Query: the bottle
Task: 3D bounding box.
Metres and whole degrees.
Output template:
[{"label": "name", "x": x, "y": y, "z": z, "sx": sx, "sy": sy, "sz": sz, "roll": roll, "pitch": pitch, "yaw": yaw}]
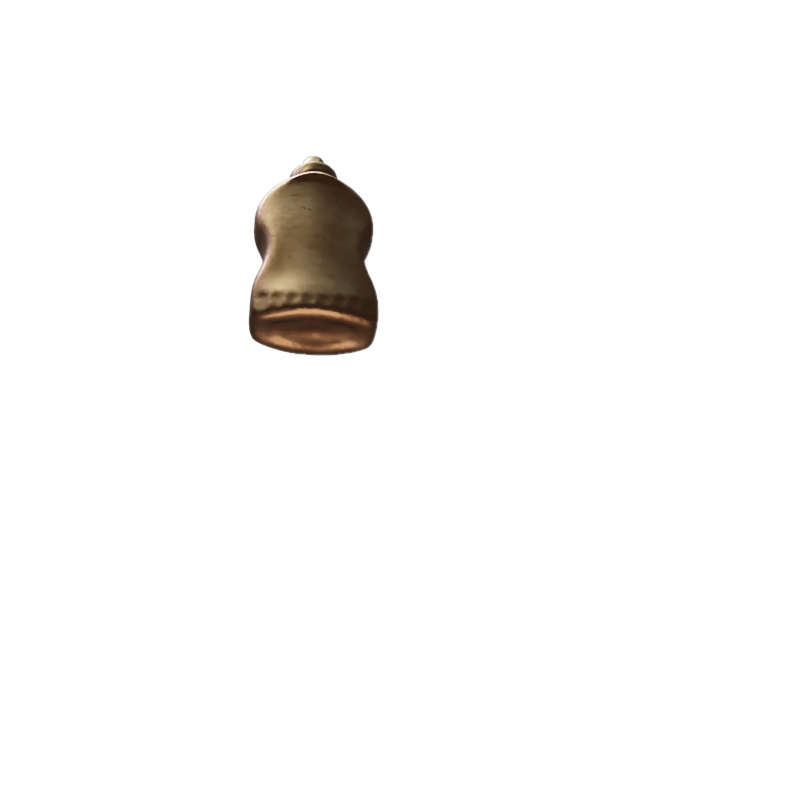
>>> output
[{"label": "bottle", "x": -0.069, "y": -0.126, "z": 0.884, "sx": 0.095, "sy": 0.206, "sz": 0.055, "roll": 1, "pitch": -41, "yaw": -5}]
